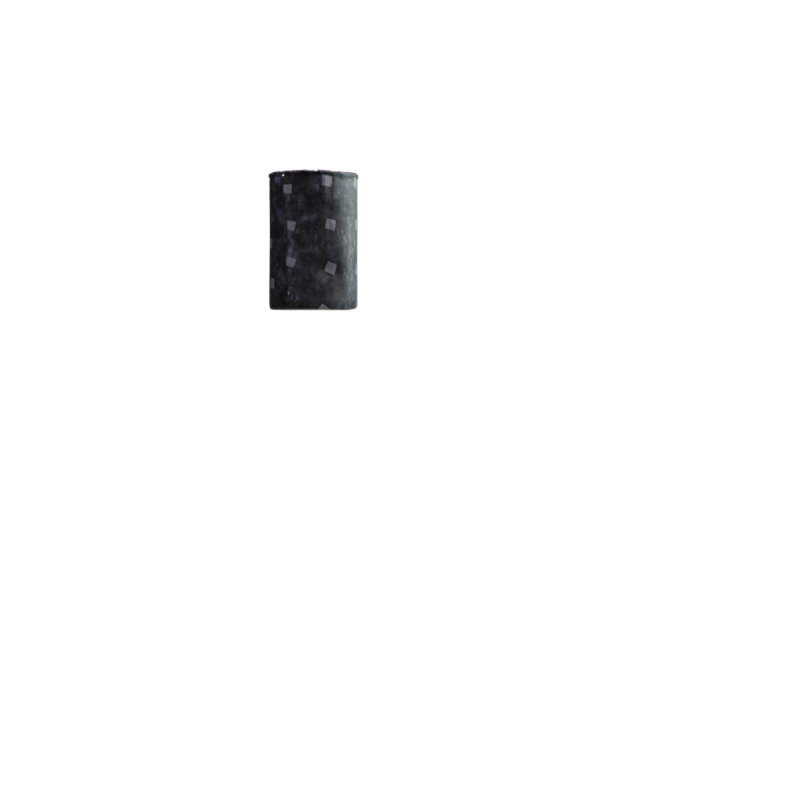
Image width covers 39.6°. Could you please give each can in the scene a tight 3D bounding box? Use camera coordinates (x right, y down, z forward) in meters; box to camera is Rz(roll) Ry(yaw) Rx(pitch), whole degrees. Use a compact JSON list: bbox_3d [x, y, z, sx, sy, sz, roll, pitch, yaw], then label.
[{"bbox_3d":[-0.065,-0.119,0.832,0.068,0.103,0.068,0,0,-2],"label":"can"}]
